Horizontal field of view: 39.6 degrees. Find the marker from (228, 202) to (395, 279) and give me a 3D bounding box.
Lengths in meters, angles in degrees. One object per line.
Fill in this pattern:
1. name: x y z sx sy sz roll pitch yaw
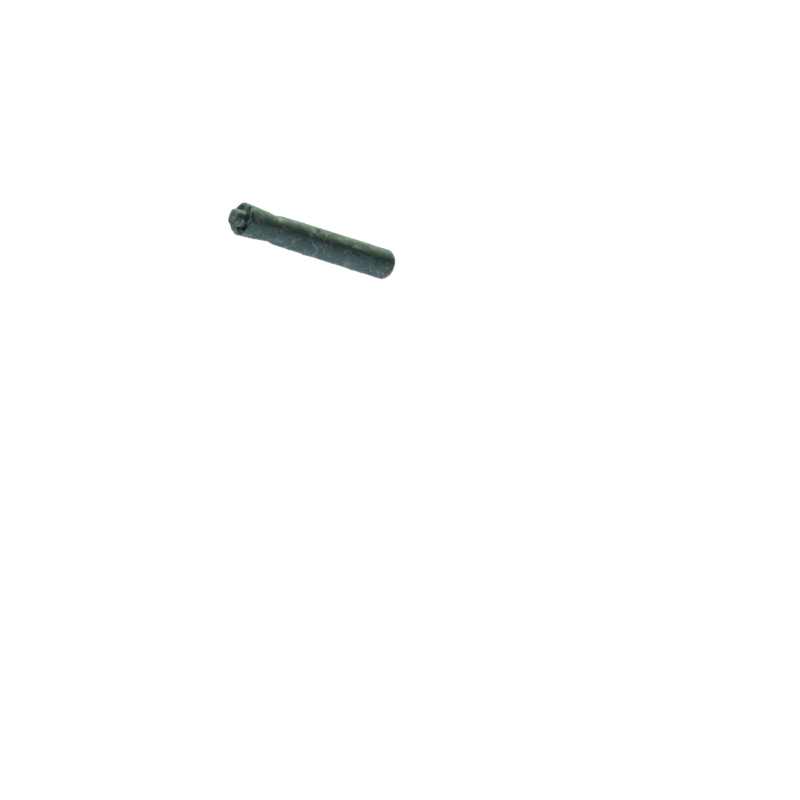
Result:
1. marker: -0.050 -0.092 0.644 0.114 0.020 0.021 12 -5 -43
